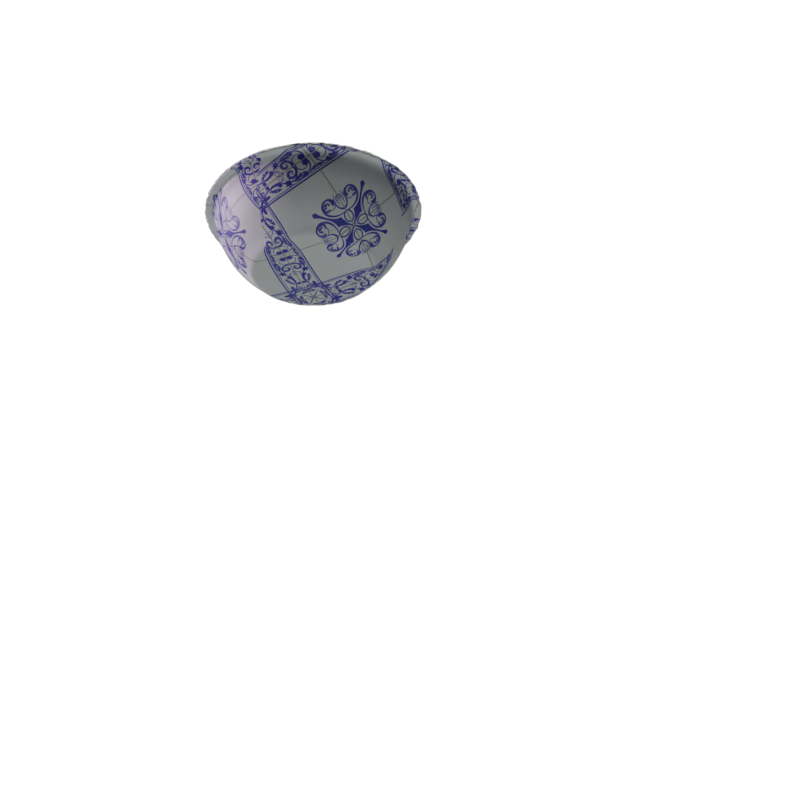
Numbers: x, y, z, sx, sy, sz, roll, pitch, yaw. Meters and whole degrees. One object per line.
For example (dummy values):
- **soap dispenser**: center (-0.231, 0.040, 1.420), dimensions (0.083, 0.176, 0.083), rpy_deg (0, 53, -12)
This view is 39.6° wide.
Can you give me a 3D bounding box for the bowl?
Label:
- **bowl**: center (-0.064, -0.116, 0.813), dimensions (0.162, 0.059, 0.152), rpy_deg (1, -30, -2)
